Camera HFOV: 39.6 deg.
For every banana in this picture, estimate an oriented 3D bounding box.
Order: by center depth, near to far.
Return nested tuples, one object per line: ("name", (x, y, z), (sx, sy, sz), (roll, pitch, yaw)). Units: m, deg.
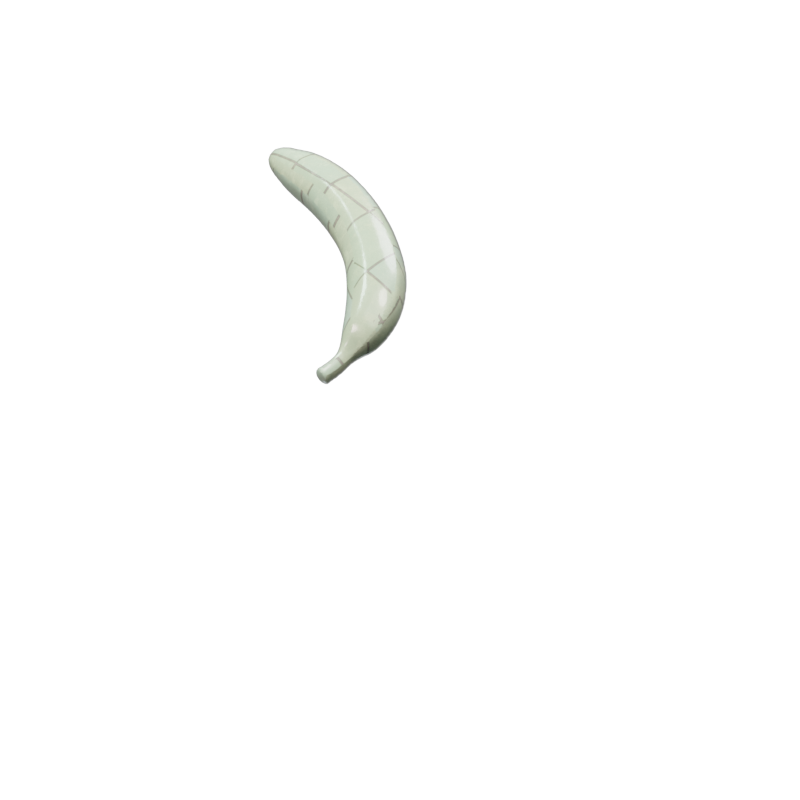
("banana", (-0.037, -0.102, 0.717), (0.069, 0.214, 0.034), (-9, -39, -8))
